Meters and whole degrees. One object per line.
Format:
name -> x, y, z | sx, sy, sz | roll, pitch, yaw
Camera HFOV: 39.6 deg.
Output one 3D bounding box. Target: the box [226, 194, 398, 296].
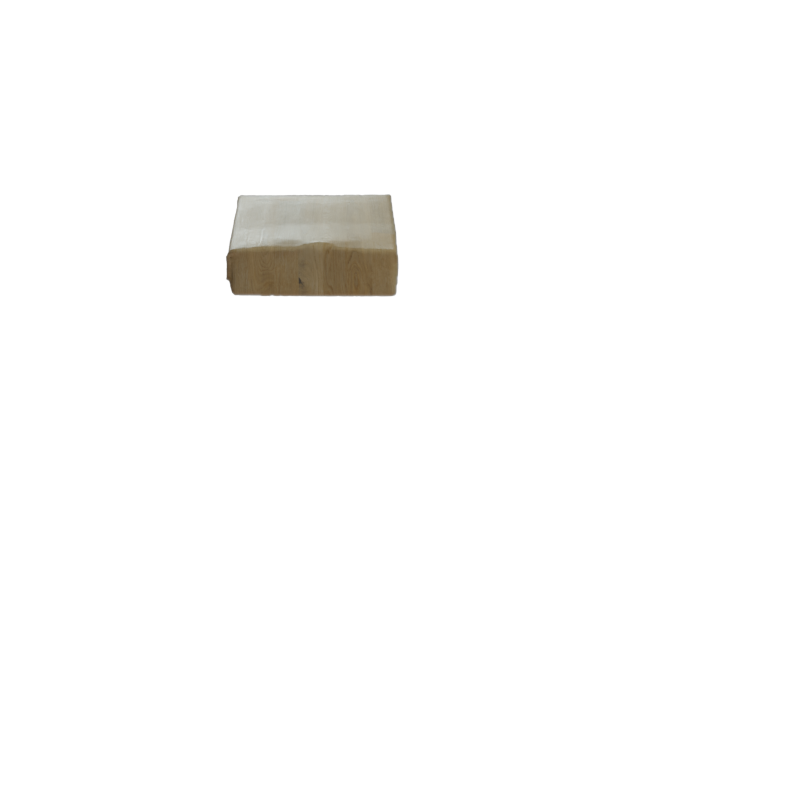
box -> -0.047, -0.086, 0.602 | 0.089, 0.028, 0.078 | 0, 32, -1
